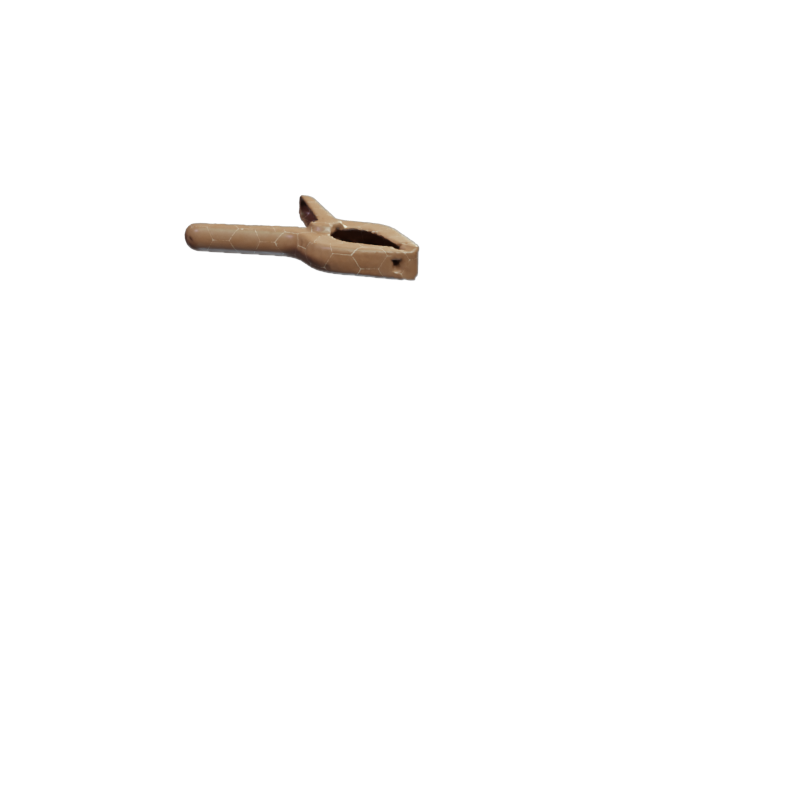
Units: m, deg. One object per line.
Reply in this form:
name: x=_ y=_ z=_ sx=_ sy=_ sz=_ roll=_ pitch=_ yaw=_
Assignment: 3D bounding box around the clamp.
clamp: x=-0.077 y=-0.141 z=0.985 sx=0.162 sy=0.035 sz=0.223 roll=-21 pitch=32 yaw=-39
